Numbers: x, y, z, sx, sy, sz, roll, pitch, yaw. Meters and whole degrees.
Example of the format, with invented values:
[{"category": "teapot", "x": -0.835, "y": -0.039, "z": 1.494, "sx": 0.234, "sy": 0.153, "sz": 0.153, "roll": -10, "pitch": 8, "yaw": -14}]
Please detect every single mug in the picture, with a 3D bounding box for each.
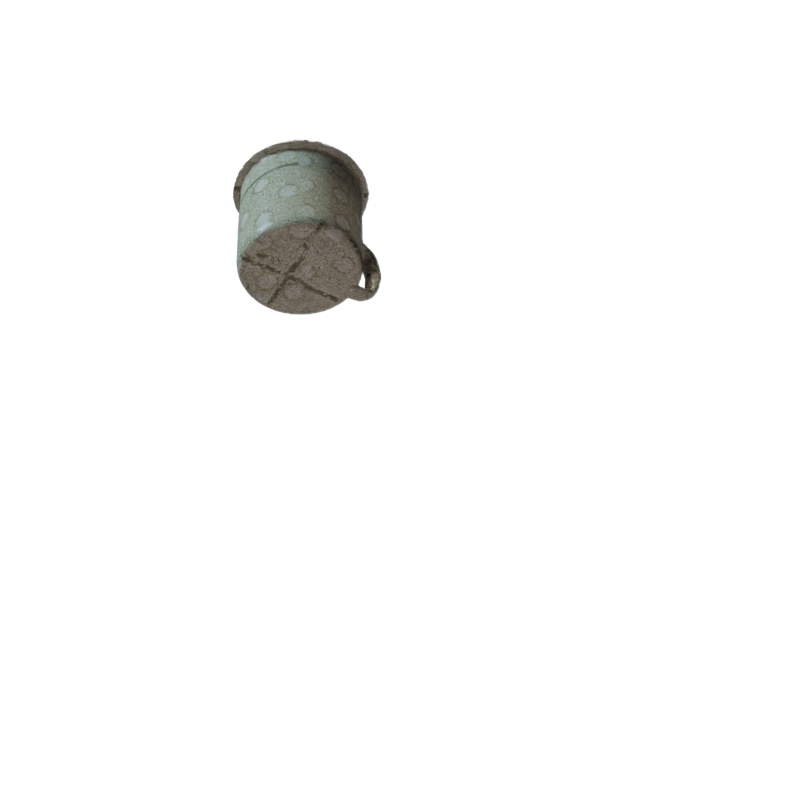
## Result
[{"category": "mug", "x": -0.058, "y": -0.105, "z": 0.738, "sx": 0.092, "sy": 0.087, "sz": 0.110, "roll": -35, "pitch": -54, "yaw": 28}]
